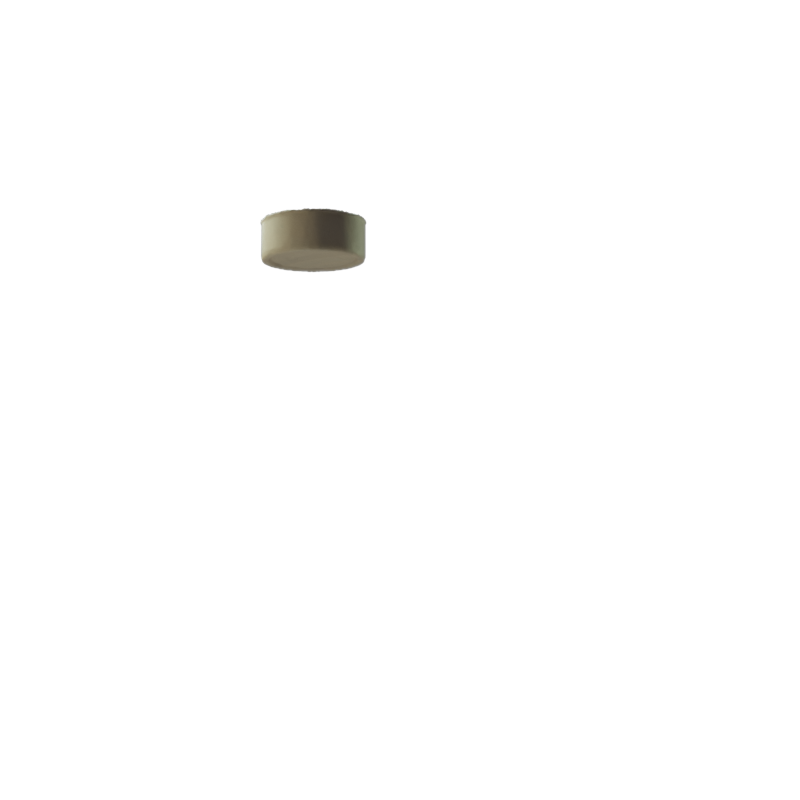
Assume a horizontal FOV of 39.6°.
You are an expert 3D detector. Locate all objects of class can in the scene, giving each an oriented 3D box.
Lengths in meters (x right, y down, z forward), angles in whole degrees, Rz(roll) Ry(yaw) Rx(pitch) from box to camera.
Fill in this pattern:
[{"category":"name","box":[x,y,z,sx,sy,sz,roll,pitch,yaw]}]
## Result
[{"category":"can","box":[-0.070,-0.128,0.894,0.086,0.034,0.084,0,-6,-2]}]
